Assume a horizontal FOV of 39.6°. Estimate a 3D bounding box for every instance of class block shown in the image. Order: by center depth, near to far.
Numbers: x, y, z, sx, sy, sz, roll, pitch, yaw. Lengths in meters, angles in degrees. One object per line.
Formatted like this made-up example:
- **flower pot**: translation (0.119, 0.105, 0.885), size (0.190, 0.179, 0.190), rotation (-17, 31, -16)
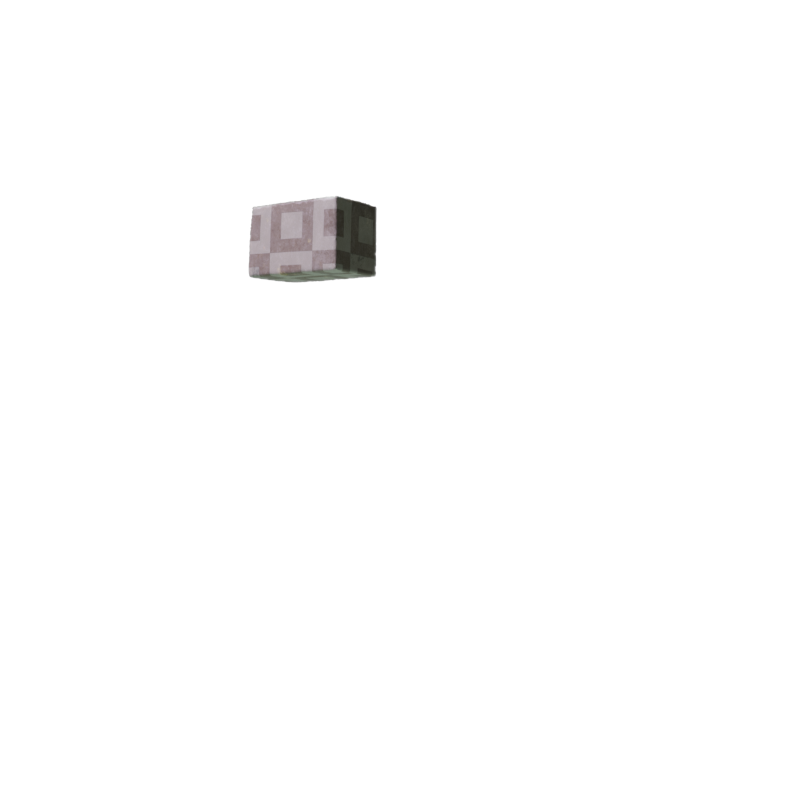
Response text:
- **block**: translation (-0.062, -0.113, 0.791), size (0.080, 0.052, 0.050), rotation (-2, -4, 34)
